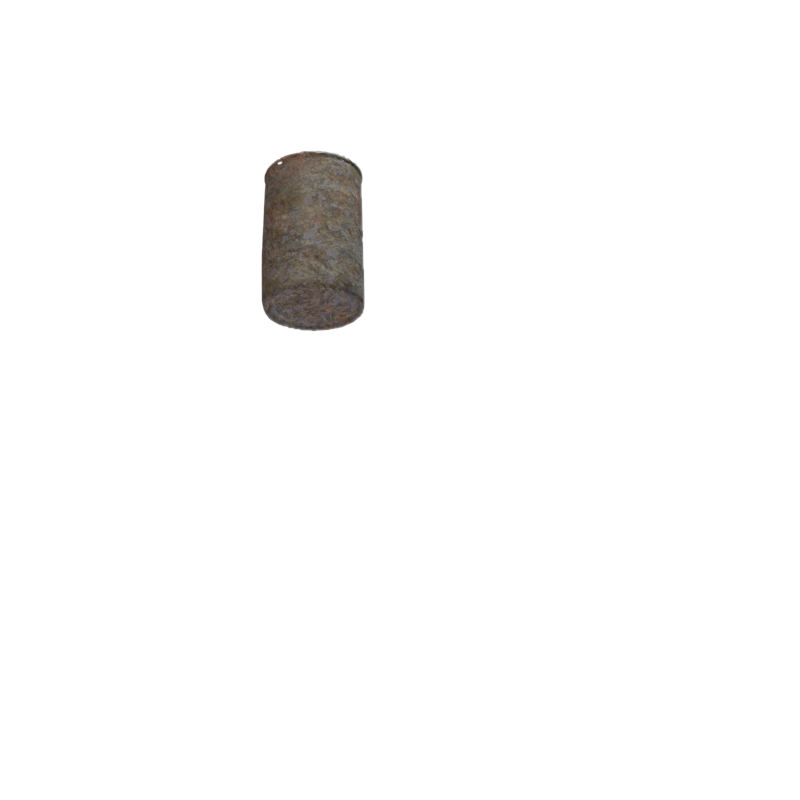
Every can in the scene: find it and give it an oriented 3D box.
[{"bbox_3d":[-0.058,-0.106,0.741,0.068,0.108,0.065,0,-26,-2],"label":"can"}]
